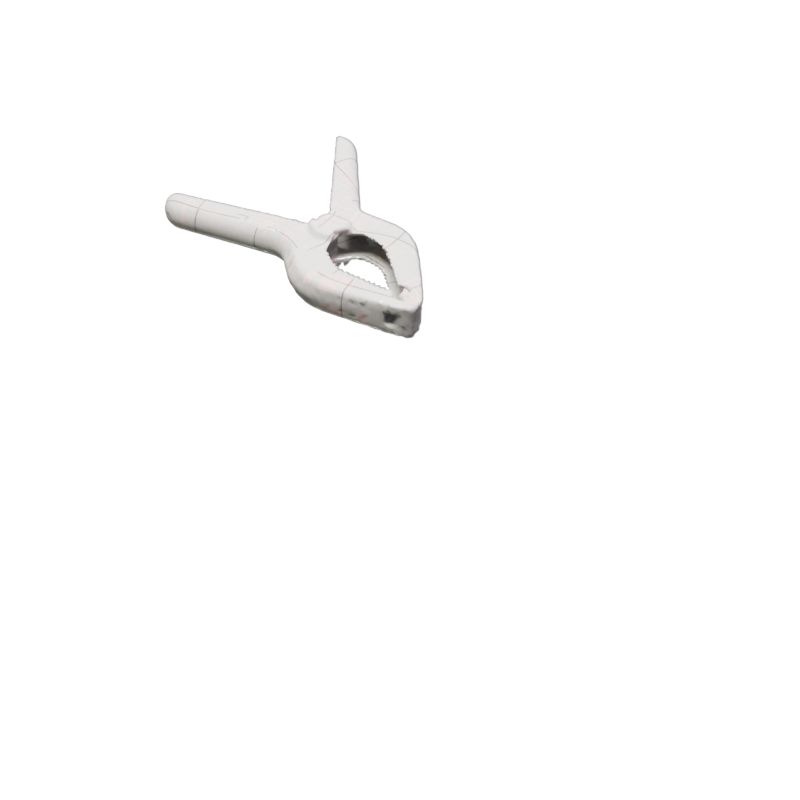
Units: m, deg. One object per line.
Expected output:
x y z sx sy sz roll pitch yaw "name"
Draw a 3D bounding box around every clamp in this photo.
-0.062 -0.113 0.789 0.163 0.034 0.227 -20 47 -20 "clamp"
